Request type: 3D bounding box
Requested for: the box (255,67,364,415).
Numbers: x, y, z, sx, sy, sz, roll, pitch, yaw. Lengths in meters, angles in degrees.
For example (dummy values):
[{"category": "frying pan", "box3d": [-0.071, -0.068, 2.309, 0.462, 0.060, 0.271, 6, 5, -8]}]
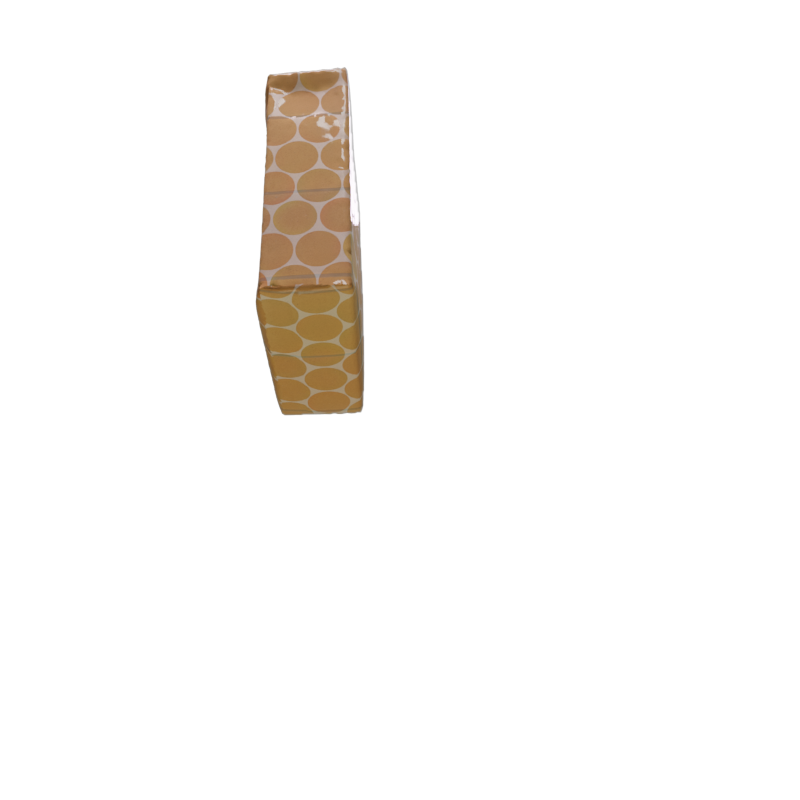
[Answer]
[{"category": "box", "box3d": [-0.066, -0.121, 0.849, 0.072, 0.229, 0.153, -3, -35, 0]}]
